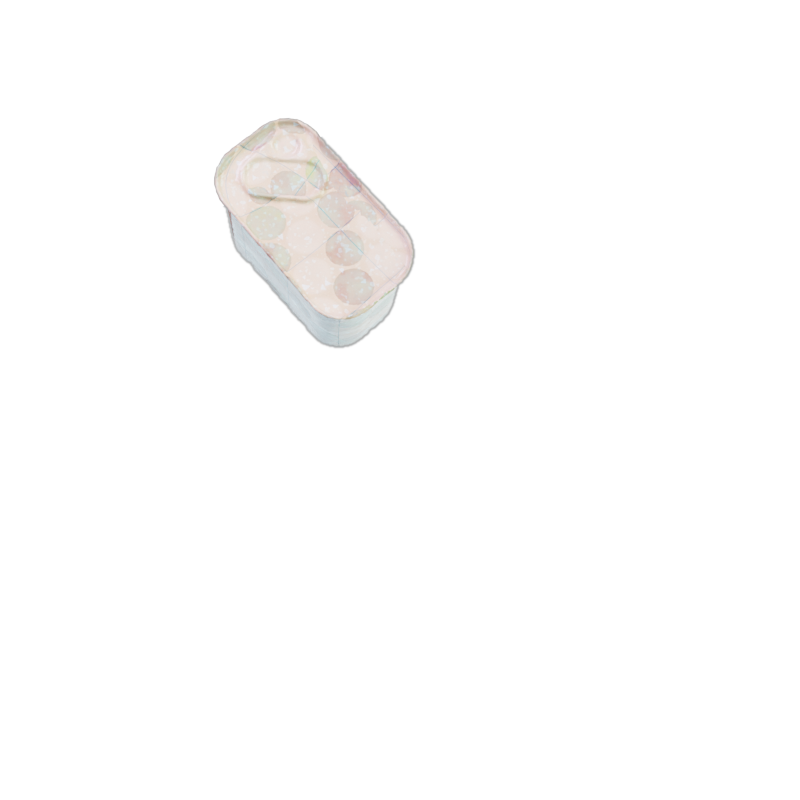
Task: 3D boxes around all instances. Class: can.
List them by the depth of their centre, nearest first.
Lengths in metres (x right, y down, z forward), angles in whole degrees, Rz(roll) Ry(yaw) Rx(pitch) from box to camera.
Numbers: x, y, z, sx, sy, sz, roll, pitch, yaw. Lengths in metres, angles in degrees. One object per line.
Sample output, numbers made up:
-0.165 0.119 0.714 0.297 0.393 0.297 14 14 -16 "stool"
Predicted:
-0.044 -0.079 0.556 0.058 0.105 0.081 -39 -10 -10 "can"
